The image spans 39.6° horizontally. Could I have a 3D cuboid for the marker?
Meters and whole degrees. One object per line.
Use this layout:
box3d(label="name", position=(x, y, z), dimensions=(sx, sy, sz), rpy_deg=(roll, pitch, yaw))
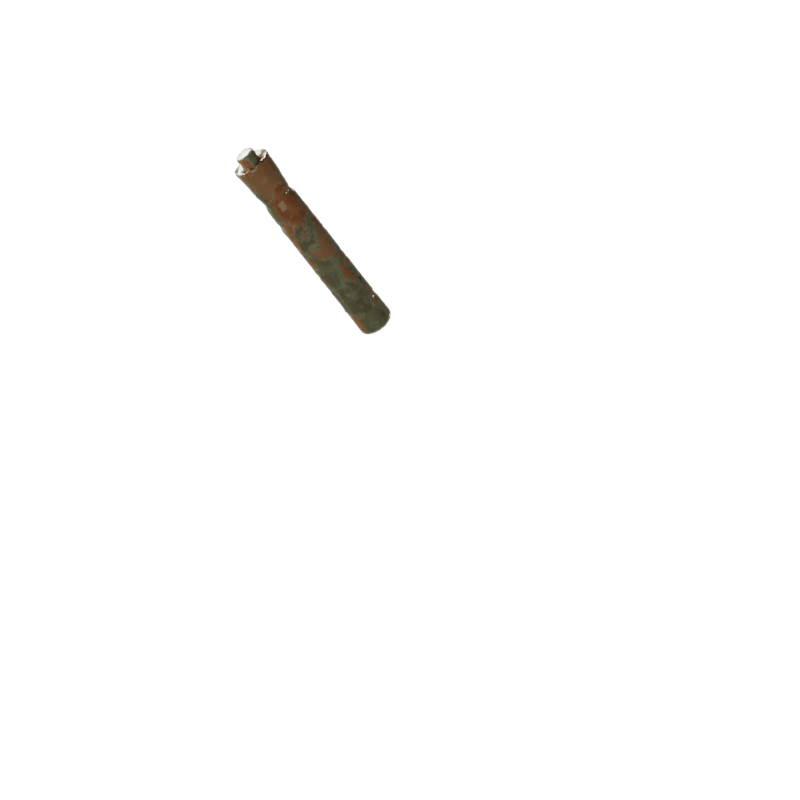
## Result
box3d(label="marker", position=(-0.044, -0.079, 0.556), dimensions=(0.021, 0.020, 0.113), rpy_deg=(2, -40, 50))
